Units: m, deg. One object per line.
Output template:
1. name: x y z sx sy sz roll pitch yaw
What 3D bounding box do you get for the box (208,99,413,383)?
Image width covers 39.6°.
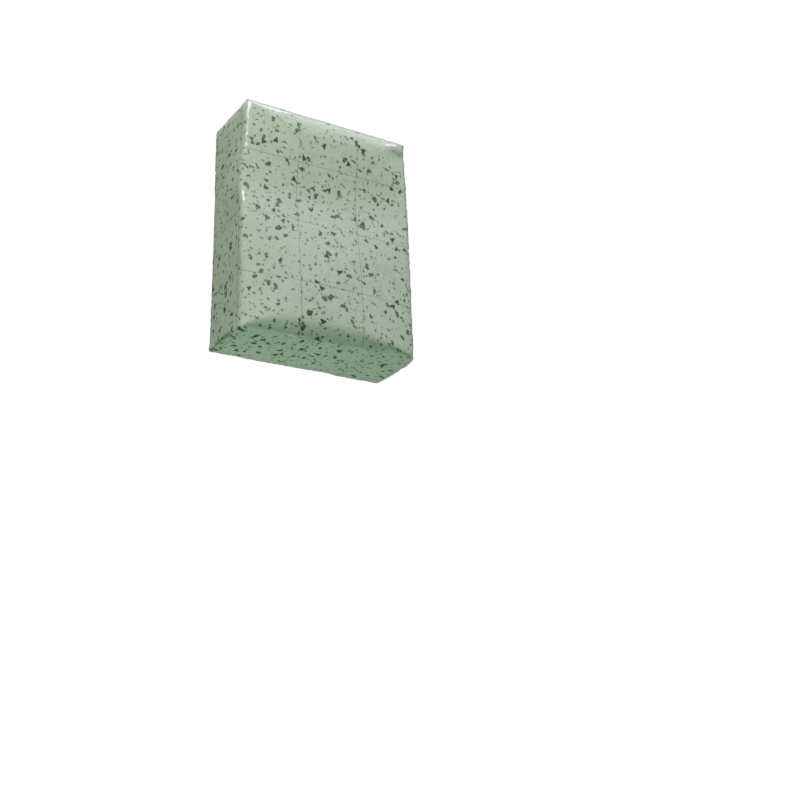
1. box: -0.074 -0.135 0.948 0.157 0.226 0.071 12 -28 -27
